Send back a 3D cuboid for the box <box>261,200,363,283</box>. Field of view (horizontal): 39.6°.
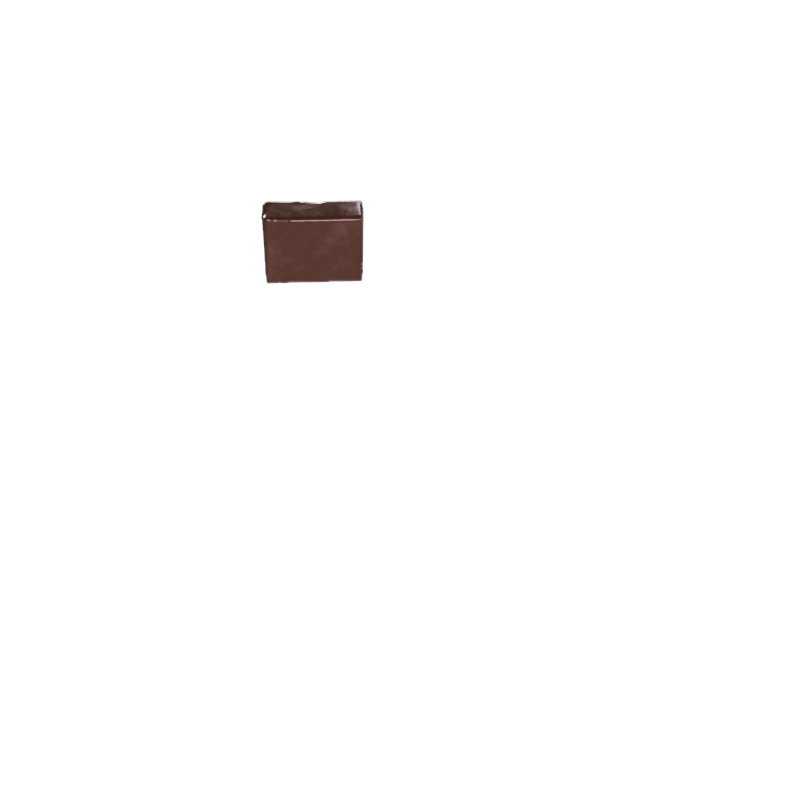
[{"bbox_3d":[-0.078,-0.141,0.990,0.089,0.068,0.032,0,41,0],"label":"box"}]
